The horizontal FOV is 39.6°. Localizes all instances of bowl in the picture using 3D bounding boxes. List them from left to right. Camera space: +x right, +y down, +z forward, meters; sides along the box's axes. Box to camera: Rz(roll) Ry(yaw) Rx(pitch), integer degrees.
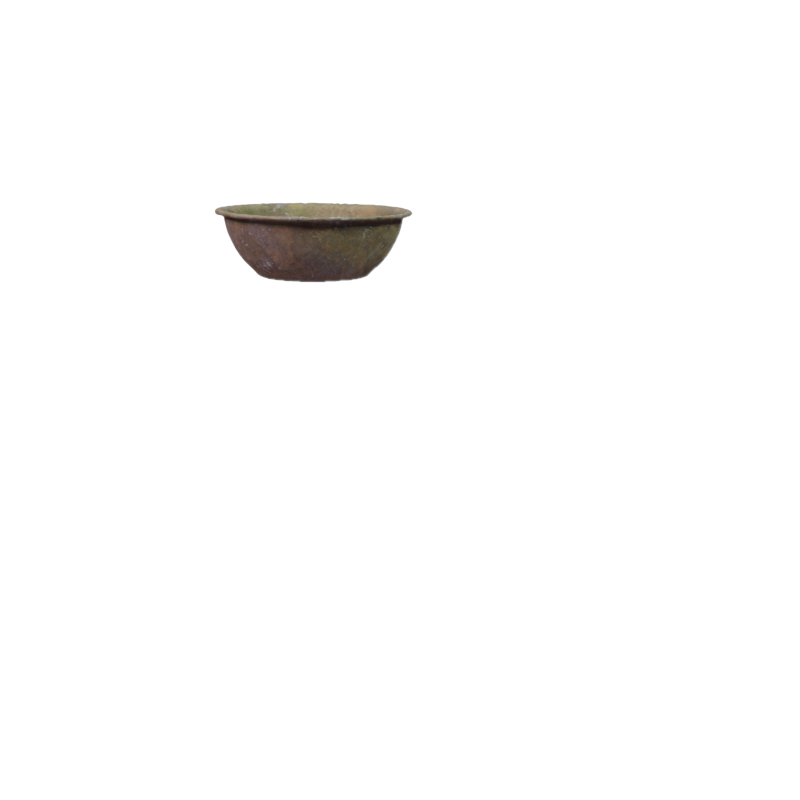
[{"bbox_3d":[-0.071,-0.130,0.910,0.162,0.054,0.166,0,13,-2],"label":"bowl"}]
